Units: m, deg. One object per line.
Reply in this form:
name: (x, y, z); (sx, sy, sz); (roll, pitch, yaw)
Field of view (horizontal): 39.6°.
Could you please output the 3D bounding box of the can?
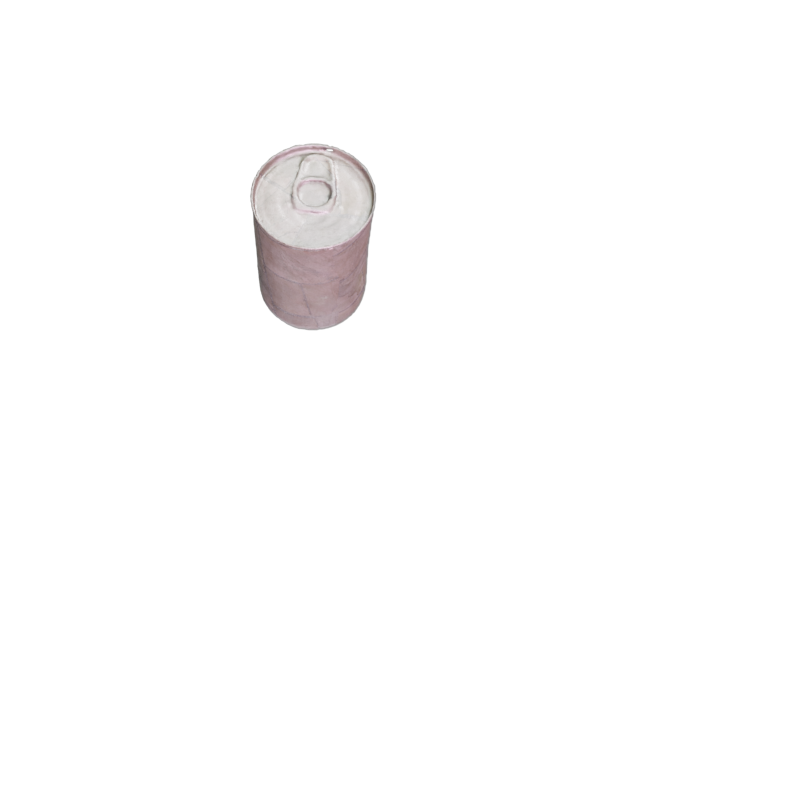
can: (-0.050, -0.091, 0.640); (0.068, 0.073, 0.097); (0, -25, -3)
